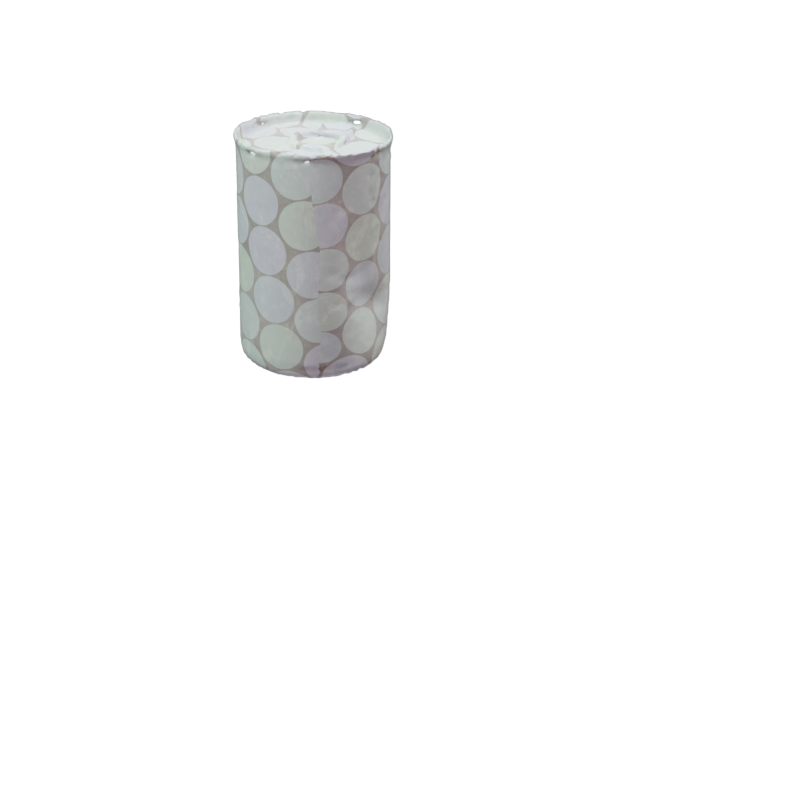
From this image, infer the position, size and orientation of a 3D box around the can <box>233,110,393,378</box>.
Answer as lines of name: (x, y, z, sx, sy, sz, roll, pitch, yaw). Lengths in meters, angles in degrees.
can: (-0.038, -0.070, 0.490, 0.068, 0.097, 0.072, 0, 25, -2)
